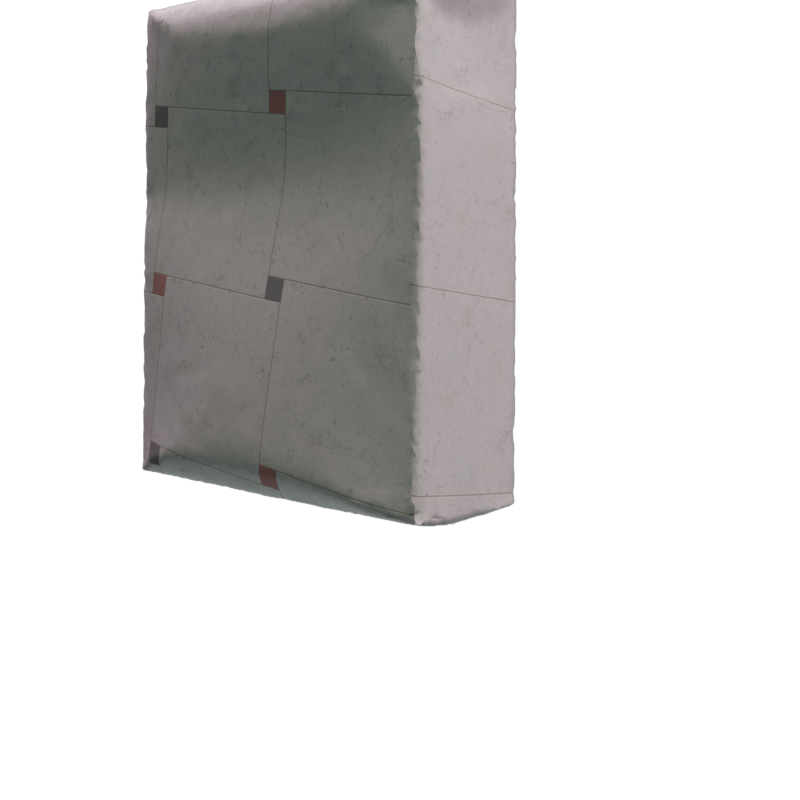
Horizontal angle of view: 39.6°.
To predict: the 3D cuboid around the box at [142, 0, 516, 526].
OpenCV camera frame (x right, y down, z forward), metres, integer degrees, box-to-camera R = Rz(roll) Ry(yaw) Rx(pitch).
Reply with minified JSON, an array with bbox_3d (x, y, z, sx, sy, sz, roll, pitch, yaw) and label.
[{"bbox_3d":[-0.037,-0.067,0.473,0.171,0.213,0.069,3,3,41],"label":"box"}]
